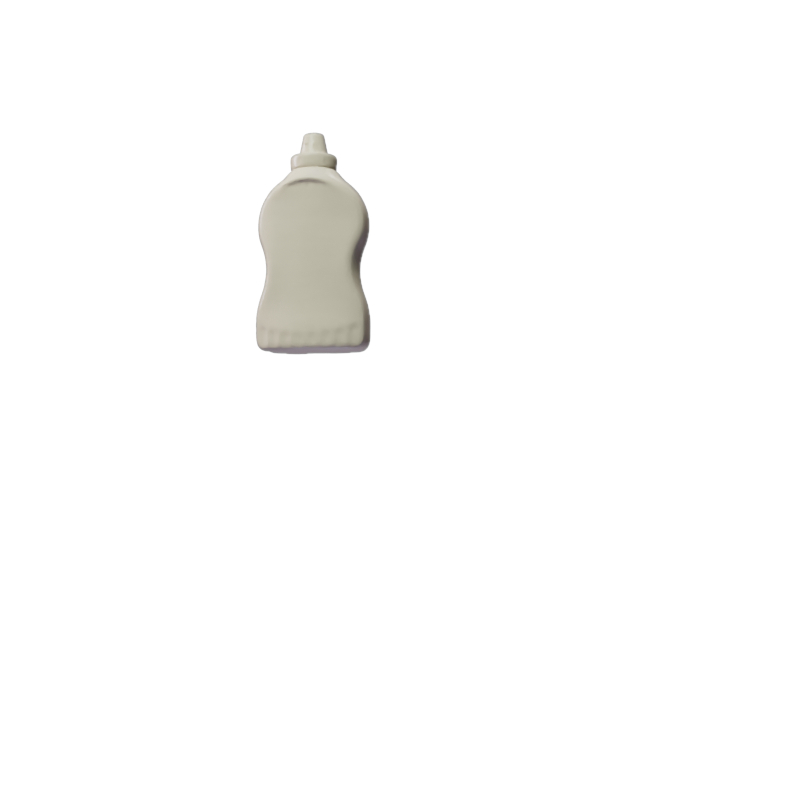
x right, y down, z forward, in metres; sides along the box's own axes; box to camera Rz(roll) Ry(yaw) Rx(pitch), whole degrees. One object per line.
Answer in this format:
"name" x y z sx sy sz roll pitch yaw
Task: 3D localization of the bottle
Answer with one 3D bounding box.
"bottle" -0.075 -0.137 0.963 0.098 0.196 0.056 -3 -9 14
